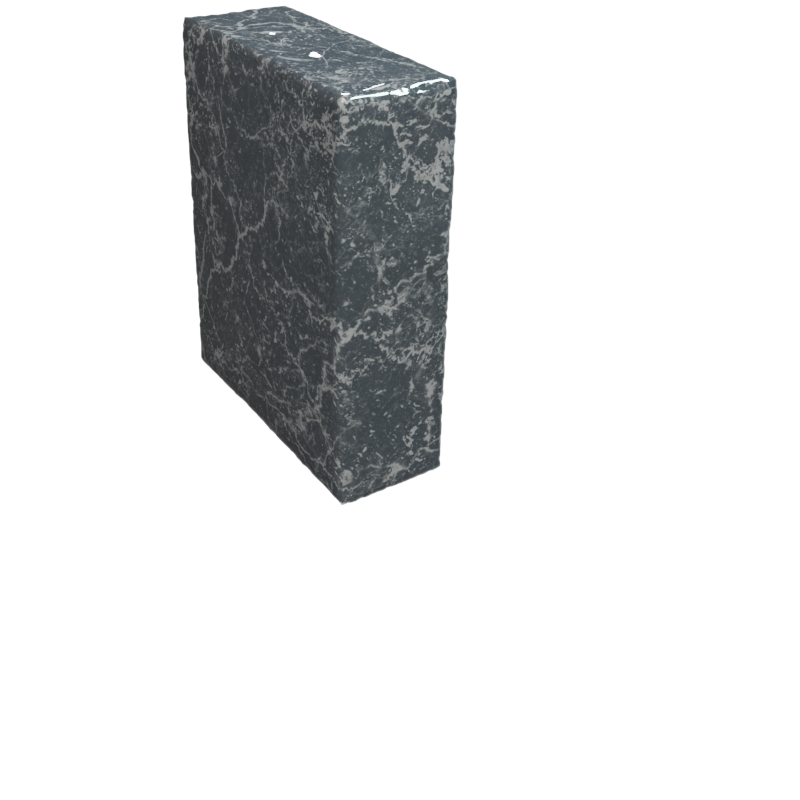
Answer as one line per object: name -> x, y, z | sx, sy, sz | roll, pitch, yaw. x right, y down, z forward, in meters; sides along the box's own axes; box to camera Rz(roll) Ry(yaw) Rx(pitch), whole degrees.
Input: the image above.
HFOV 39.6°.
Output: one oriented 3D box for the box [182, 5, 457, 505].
box -> -0.045, -0.083, 0.580 | 0.071, 0.202, 0.177 | -15, 33, -29
